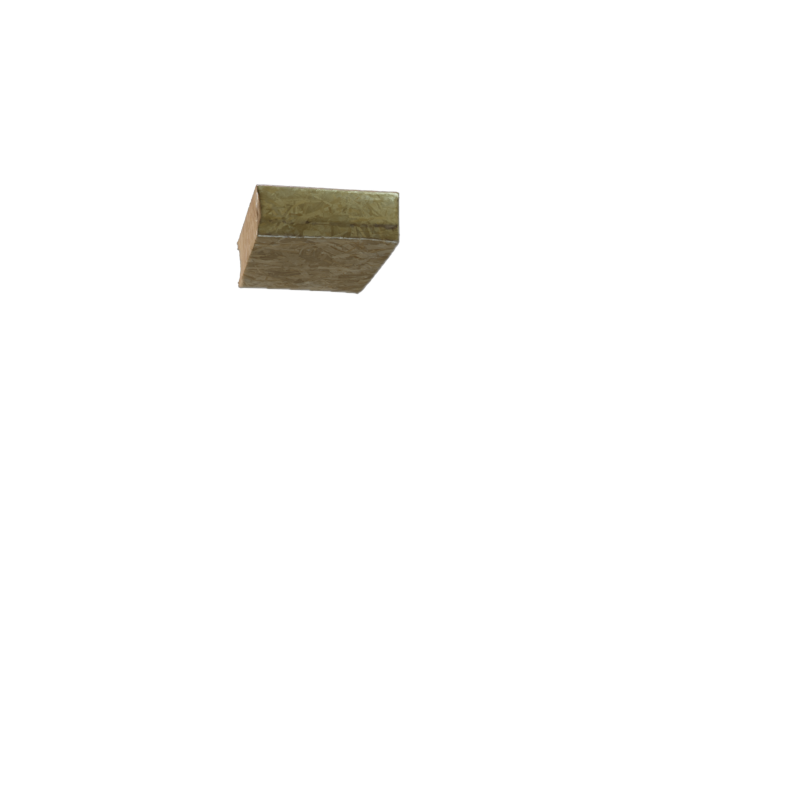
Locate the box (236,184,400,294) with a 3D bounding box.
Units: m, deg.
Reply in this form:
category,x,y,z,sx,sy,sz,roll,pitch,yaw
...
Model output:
category,x,y,z,sx,sy,sz,roll,pitch,yaw
box,-0.056,-0.102,0.717,0.088,0.041,0.111,3,-15,-12
